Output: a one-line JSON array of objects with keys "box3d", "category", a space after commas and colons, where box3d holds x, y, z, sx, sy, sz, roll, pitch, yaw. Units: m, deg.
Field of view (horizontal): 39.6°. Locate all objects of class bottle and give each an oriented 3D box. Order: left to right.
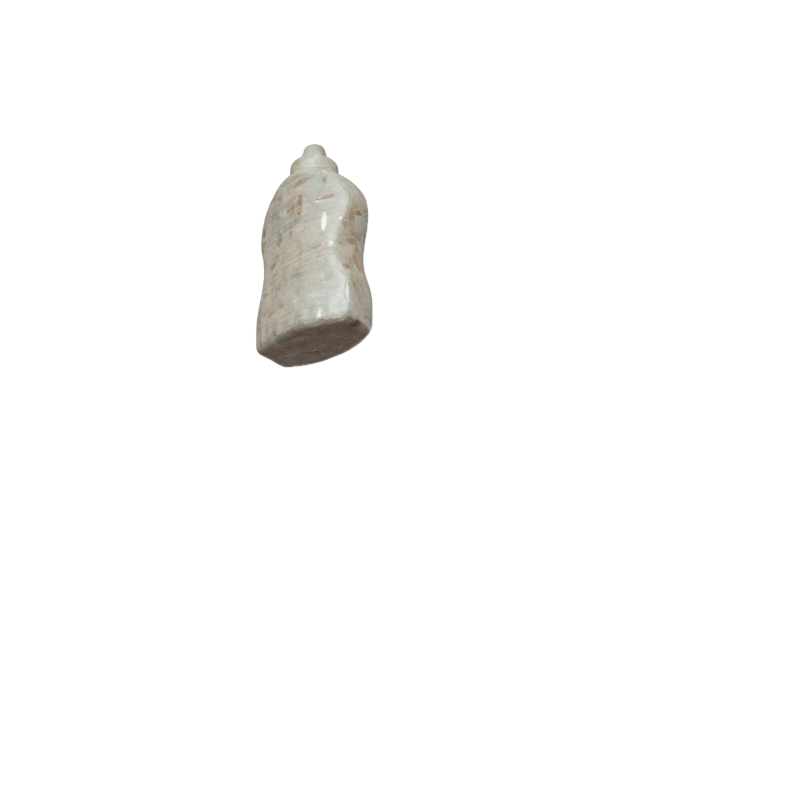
[{"box3d": [-0.070, -0.127, 0.894, 0.096, 0.205, 0.054, -25, -38, 32], "category": "bottle"}]
